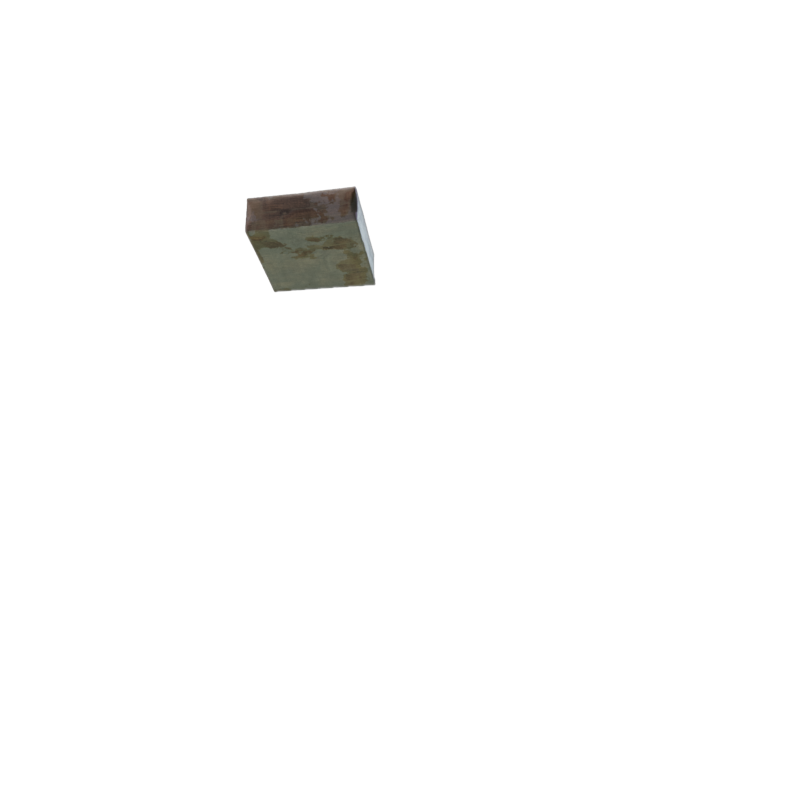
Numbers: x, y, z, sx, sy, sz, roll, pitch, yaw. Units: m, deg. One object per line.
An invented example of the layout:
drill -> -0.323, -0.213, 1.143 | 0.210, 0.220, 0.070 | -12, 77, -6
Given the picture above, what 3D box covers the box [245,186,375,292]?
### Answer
box -> -0.058, -0.106, 0.745 | 0.074, 0.032, 0.083 | -4, -24, 8
